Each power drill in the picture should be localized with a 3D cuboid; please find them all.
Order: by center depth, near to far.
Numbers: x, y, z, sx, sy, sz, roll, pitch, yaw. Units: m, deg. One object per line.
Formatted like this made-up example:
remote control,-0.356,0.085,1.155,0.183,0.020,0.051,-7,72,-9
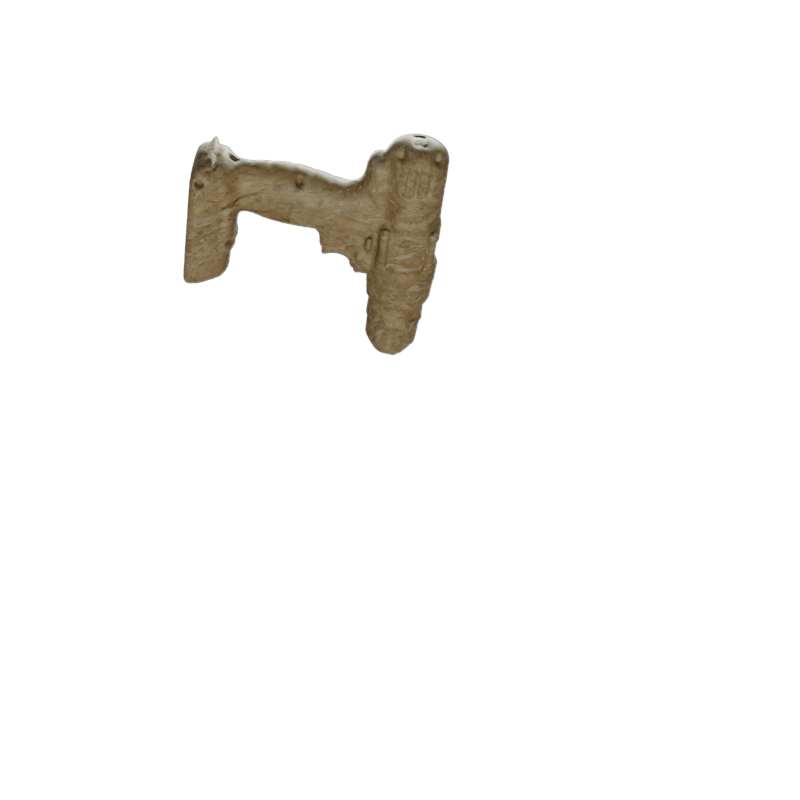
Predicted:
power drill,-0.064,-0.118,0.824,0.187,0.174,0.061,5,33,-4
